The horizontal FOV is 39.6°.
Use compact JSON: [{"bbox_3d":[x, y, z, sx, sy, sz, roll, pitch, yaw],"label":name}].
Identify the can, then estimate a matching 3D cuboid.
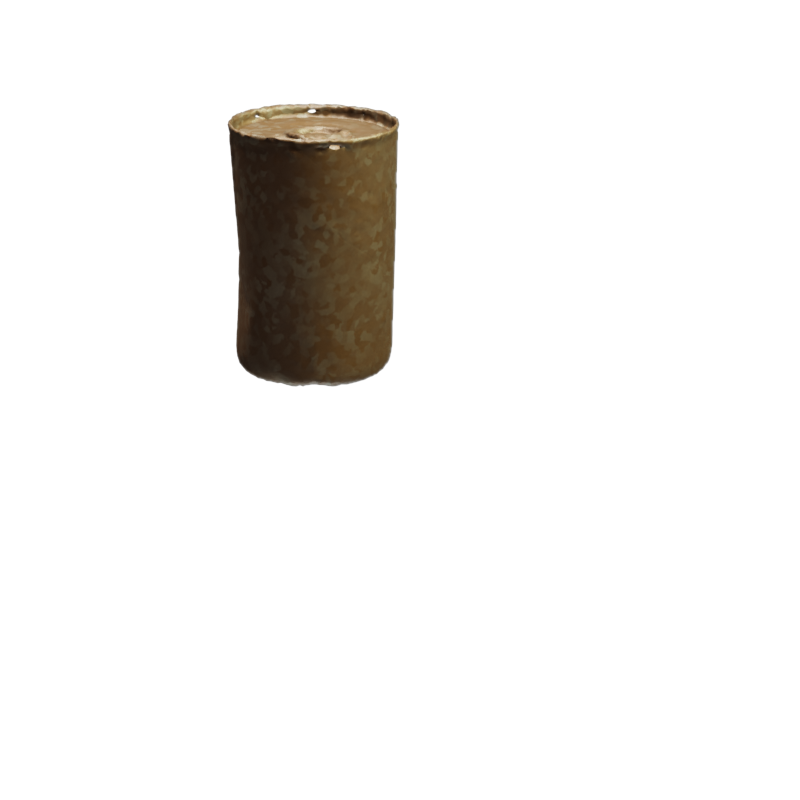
[{"bbox_3d":[-0.036,-0.065,0.455,0.068,0.098,0.072,0,21,-2],"label":"can"}]
